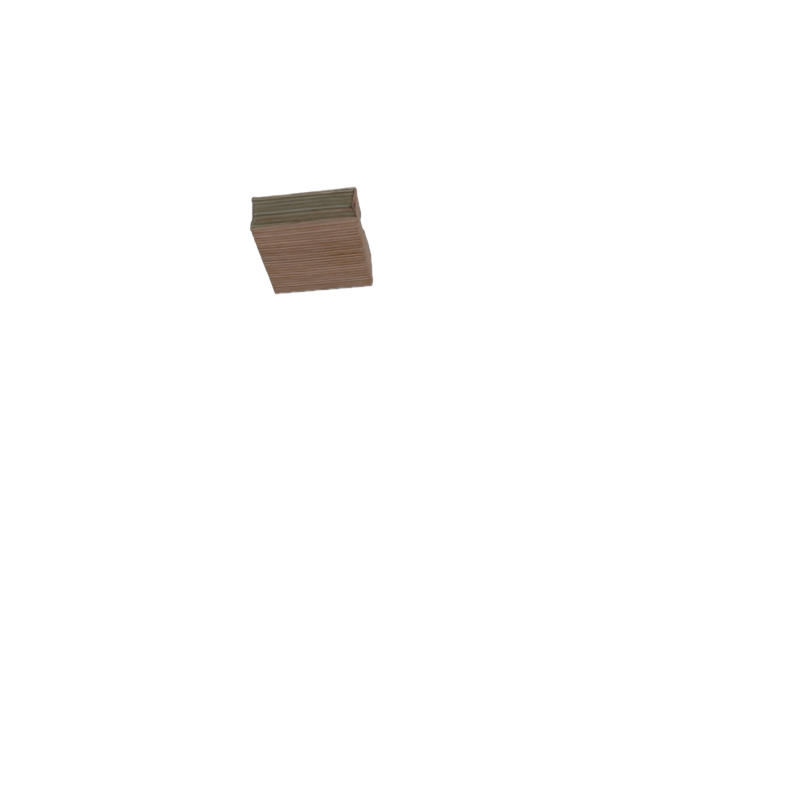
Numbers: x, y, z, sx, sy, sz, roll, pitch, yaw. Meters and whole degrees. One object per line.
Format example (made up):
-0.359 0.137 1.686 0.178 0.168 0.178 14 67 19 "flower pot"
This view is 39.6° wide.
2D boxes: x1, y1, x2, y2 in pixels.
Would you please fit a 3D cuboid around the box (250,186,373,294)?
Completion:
-0.061 -0.111 0.777 0.074 0.032 0.083 -4 -30 7 "box"
